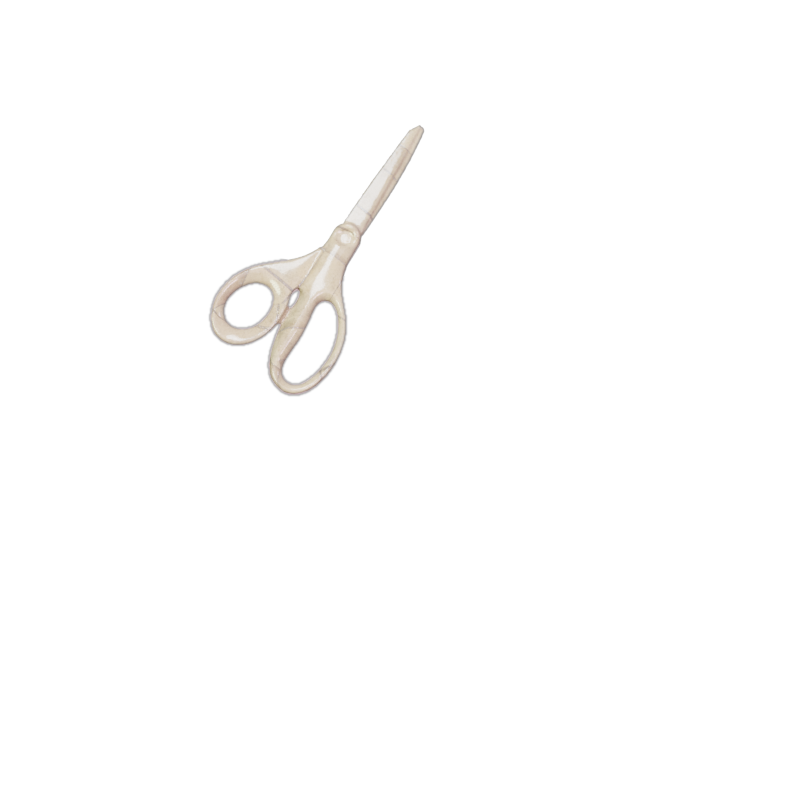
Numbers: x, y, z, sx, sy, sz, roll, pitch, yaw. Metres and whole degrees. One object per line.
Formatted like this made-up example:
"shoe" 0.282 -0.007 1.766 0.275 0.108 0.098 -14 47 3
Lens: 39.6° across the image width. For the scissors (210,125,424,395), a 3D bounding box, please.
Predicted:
"scissors" -0.056 -0.103 0.721 0.097 0.209 0.015 15 -19 5
